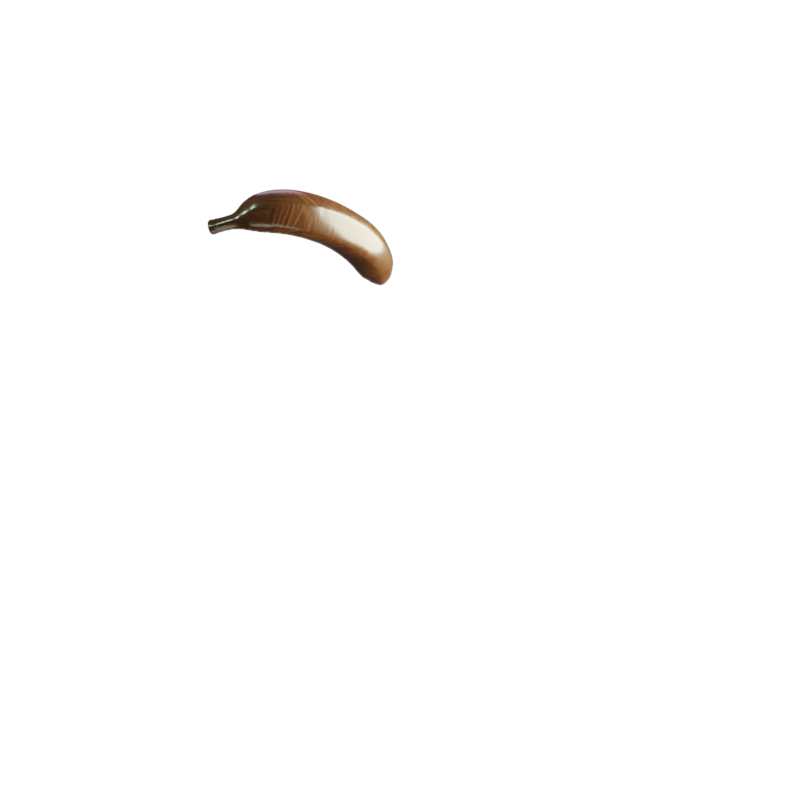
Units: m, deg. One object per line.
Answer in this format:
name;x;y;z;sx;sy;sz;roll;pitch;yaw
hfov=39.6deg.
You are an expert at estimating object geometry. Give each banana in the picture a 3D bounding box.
banana;-0.063;-0.138;0.923;0.187;0.039;0.070;15;-24;-41
